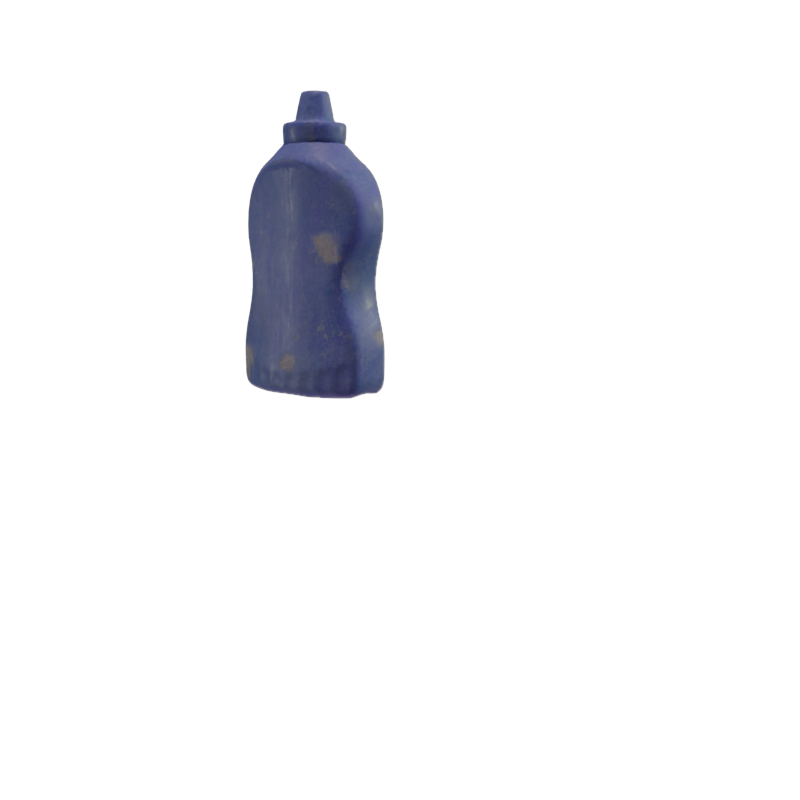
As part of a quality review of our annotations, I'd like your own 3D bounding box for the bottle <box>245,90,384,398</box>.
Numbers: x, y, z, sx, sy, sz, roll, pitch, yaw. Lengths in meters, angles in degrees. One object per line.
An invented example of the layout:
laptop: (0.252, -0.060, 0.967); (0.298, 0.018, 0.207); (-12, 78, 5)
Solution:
bottle: (-0.055, -0.101, 0.711); (0.100, 0.191, 0.056); (3, 3, 41)
